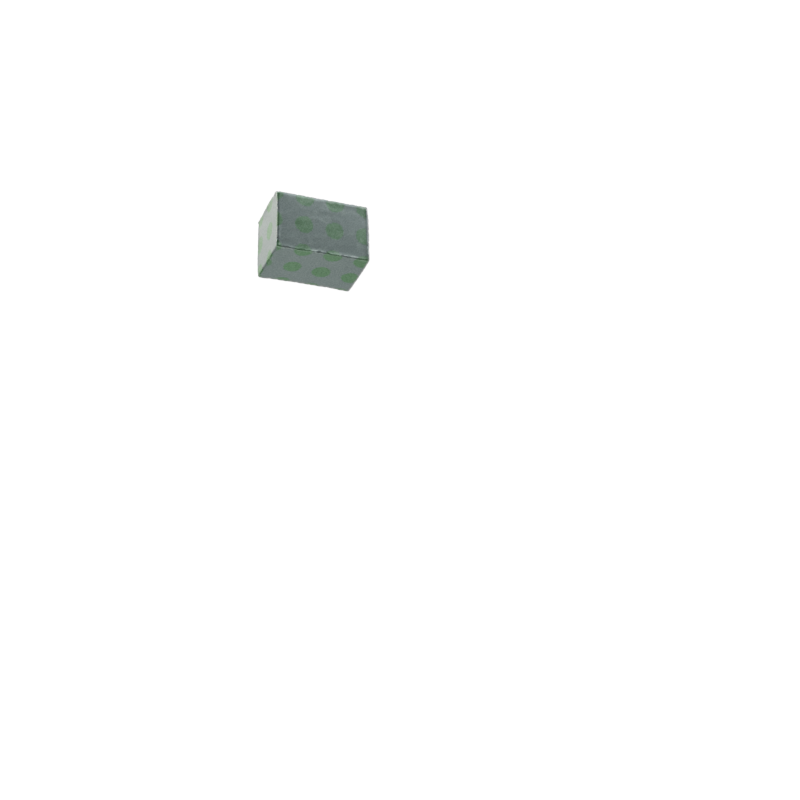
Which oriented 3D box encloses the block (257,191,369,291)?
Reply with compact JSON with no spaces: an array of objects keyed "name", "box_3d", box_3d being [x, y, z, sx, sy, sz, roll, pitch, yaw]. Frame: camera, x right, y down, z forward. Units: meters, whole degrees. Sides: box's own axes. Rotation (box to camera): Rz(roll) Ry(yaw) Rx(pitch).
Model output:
[{"name":"block","box_3d":[-0.068,-0.125,0.874,0.076,0.054,0.051,9,-29,-18]}]
